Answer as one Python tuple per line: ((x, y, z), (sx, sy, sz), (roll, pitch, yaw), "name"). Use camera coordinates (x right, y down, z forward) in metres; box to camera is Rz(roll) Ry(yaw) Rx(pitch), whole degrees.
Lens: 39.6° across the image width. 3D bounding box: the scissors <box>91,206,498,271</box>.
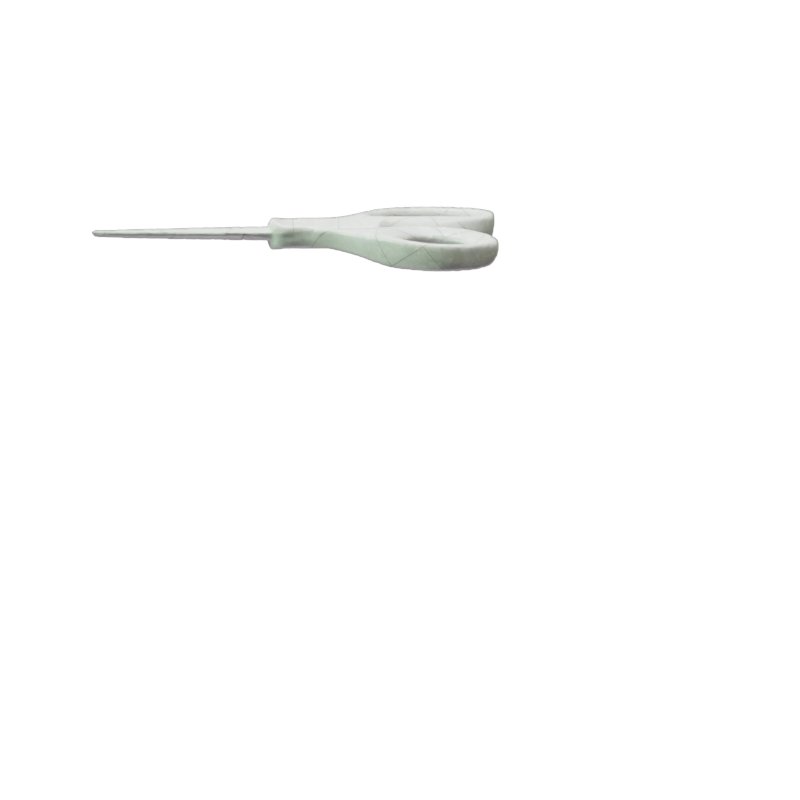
((-0.042, -0.076, 0.535), (0.198, 0.015, 0.102), (-7, 22, -17), "scissors")
